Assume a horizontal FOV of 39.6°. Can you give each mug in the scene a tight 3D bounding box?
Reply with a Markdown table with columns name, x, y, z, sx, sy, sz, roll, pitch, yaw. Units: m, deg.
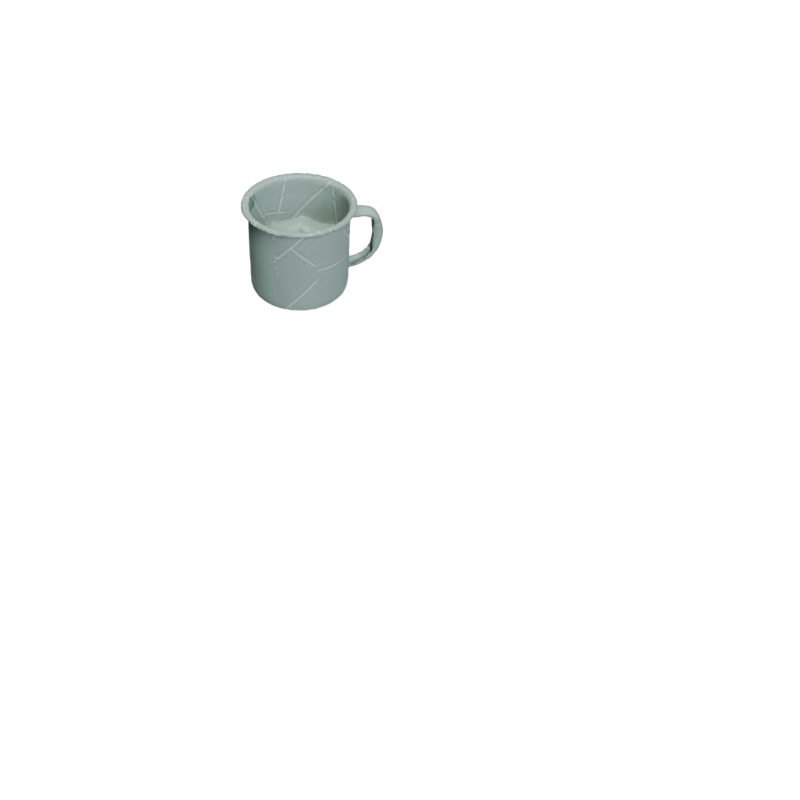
| name | x | y | z | sx | sy | sz | roll | pitch | yaw |
| --- | --- | --- | --- | --- | --- | --- | --- | --- | --- |
| mug | -0.071 | -0.130 | 0.910 | 0.116 | 0.076 | 0.101 | -11 | 41 | -15 |
